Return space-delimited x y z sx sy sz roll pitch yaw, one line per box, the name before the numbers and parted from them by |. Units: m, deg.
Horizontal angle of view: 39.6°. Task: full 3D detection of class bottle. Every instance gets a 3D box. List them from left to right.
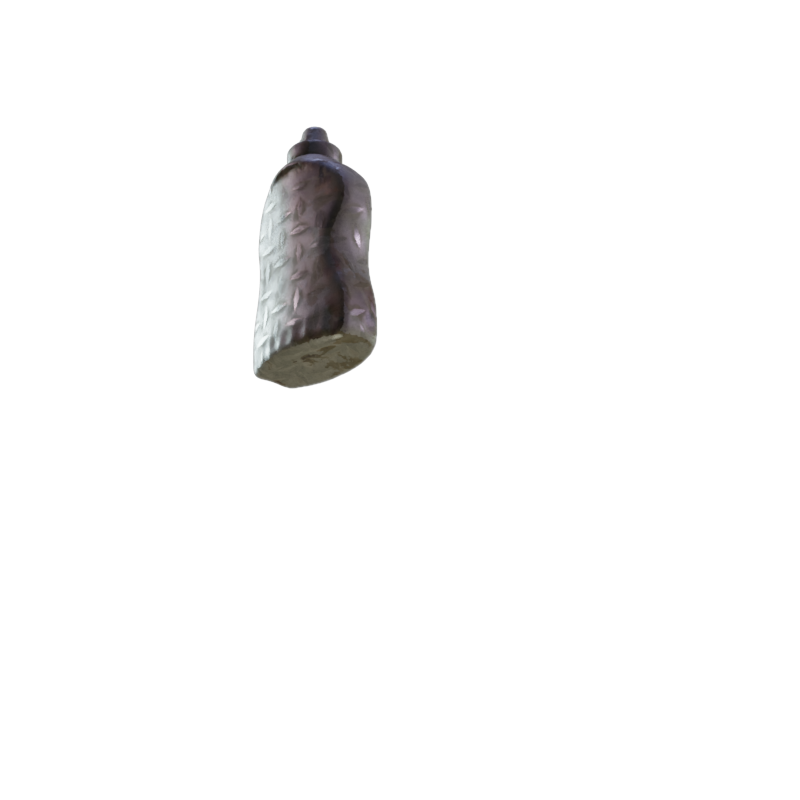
bottle | -0.061 -0.111 0.780 0.055 0.204 0.096 22 -36 -36
